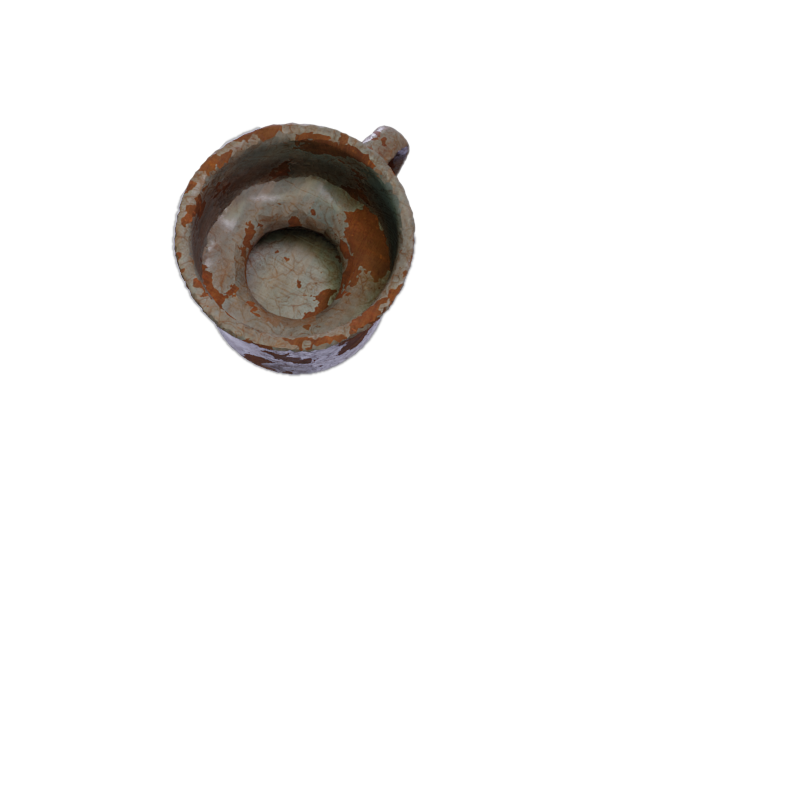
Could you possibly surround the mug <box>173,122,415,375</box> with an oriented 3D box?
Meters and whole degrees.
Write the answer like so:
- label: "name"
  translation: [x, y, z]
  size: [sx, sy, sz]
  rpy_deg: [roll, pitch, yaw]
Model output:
- label: "mug"
  translation: [-0.037, -0.067, 0.467]
  size: [0.095, 0.119, 0.079]
  rpy_deg: [35, -13, 7]
